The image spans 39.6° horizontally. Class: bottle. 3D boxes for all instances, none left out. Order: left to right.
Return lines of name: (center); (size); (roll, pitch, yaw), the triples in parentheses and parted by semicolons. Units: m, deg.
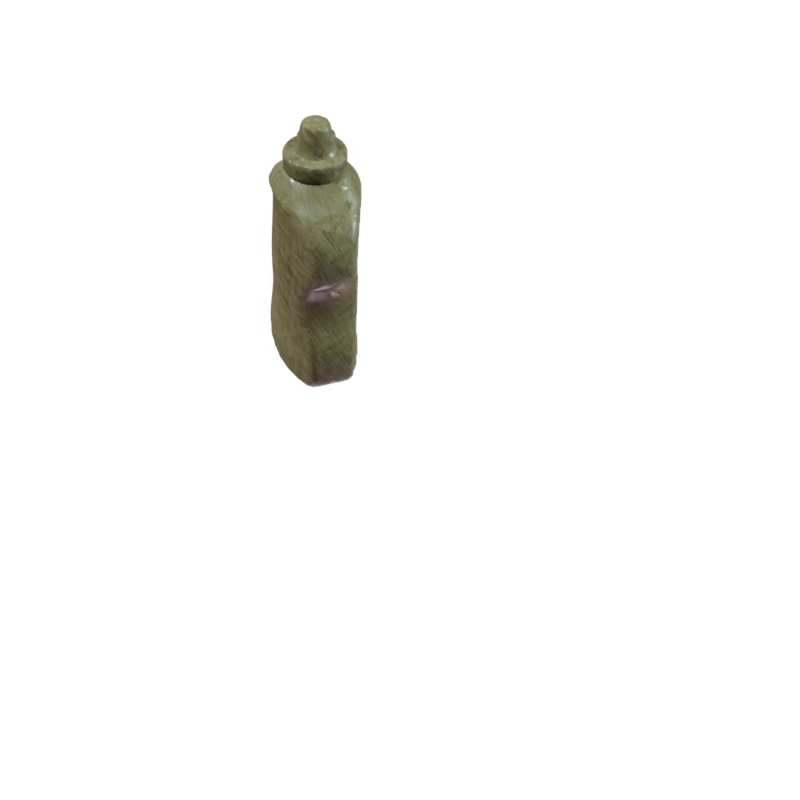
bottle: (-0.057, -0.106, 0.739); (0.058, 0.179, 0.104); (-9, 46, -13)
